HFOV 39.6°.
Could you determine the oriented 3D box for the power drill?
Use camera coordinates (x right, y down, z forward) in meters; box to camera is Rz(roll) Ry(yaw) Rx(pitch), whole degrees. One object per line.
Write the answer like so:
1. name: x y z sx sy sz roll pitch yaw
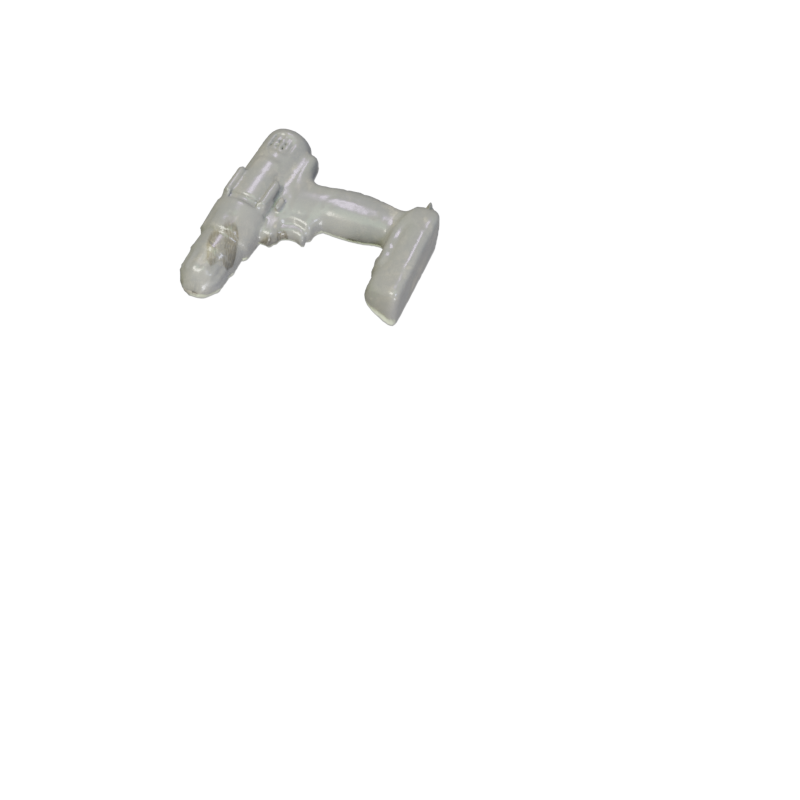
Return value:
1. power drill: -0.074 -0.136 0.951 0.193 0.191 0.054 24 -27 12
